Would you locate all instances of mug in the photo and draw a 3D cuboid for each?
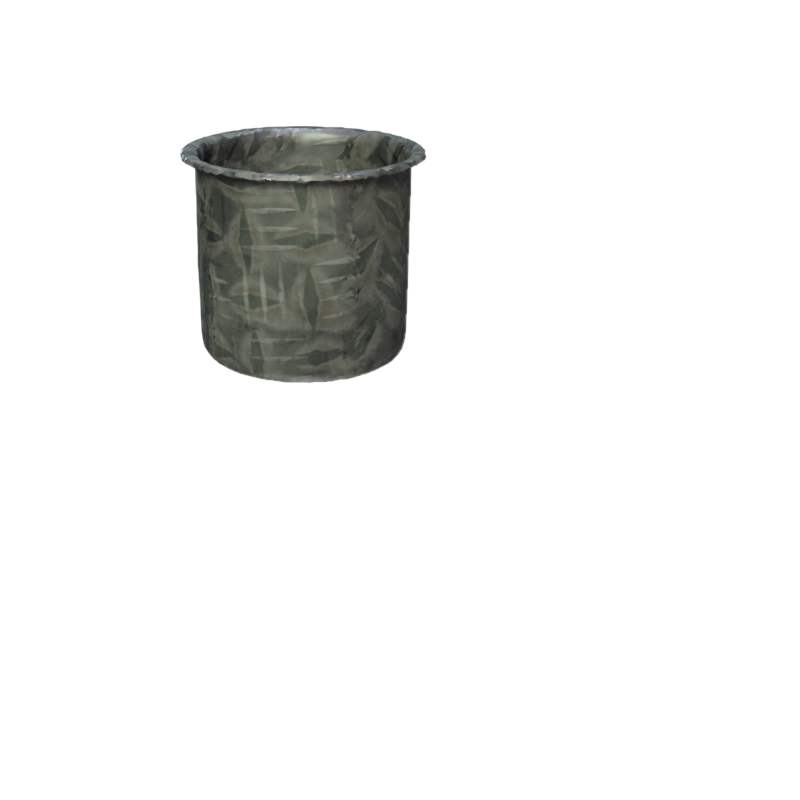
[{"bbox_3d":[-0.035,-0.063,0.443,0.095,0.078,0.120,6,23,14],"label":"mug"}]
